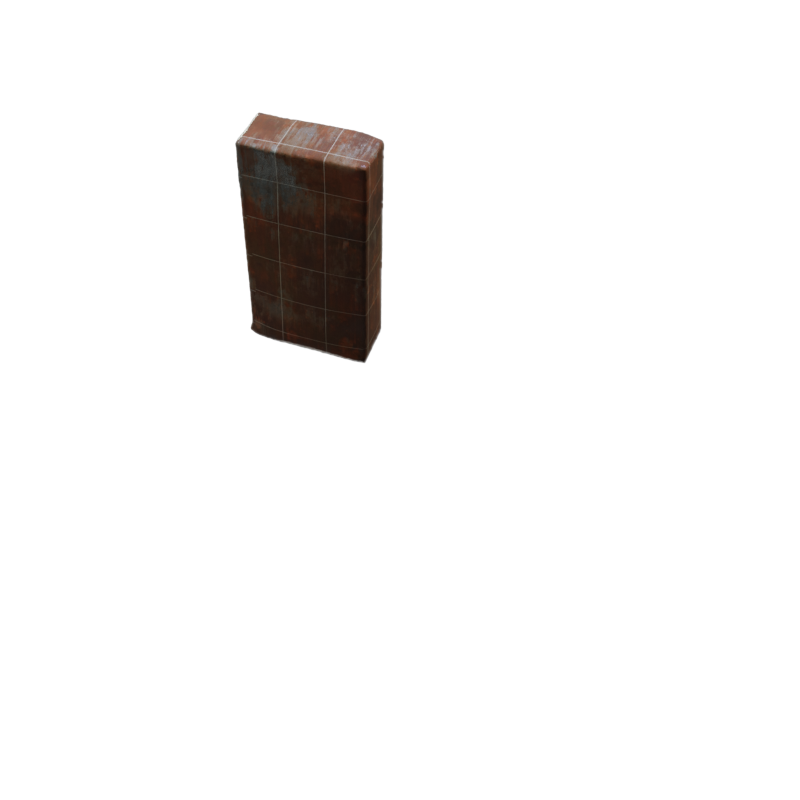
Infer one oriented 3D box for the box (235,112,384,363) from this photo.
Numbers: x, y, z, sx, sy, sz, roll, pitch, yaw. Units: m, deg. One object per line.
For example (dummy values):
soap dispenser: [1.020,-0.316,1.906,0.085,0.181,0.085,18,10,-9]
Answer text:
box: [-0.060,-0.110,0.772,0.096,0.164,0.050,16,43,14]
